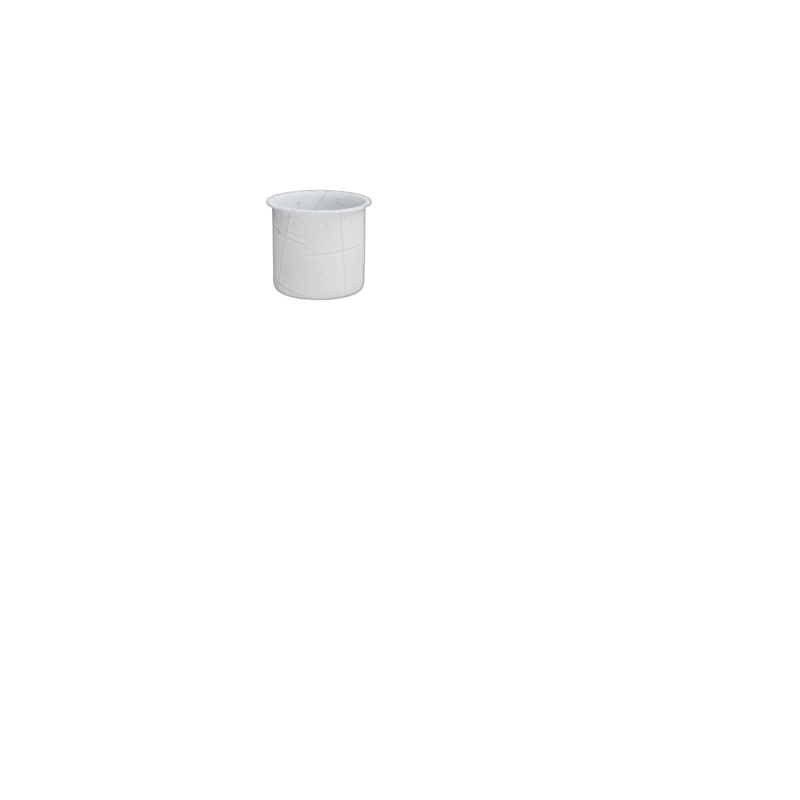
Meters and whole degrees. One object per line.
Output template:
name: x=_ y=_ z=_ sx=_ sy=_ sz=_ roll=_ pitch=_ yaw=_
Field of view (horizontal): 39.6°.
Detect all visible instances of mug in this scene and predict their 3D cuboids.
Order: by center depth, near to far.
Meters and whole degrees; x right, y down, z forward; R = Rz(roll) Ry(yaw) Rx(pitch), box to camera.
mug: x=-0.077 y=-0.141 z=0.989 sx=0.091 sy=0.078 sz=0.124 roll=-9 pitch=21 yaw=-25
